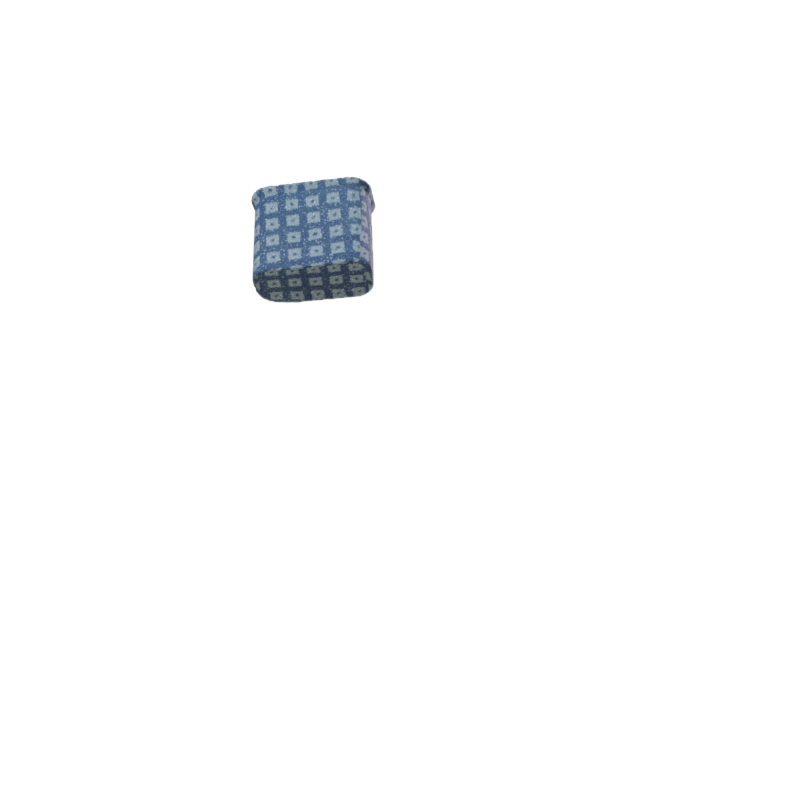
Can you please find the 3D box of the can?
[{"bbox_3d":[-0.071,-0.130,0.911,0.103,0.089,0.053,-6,-33,7],"label":"can"}]
